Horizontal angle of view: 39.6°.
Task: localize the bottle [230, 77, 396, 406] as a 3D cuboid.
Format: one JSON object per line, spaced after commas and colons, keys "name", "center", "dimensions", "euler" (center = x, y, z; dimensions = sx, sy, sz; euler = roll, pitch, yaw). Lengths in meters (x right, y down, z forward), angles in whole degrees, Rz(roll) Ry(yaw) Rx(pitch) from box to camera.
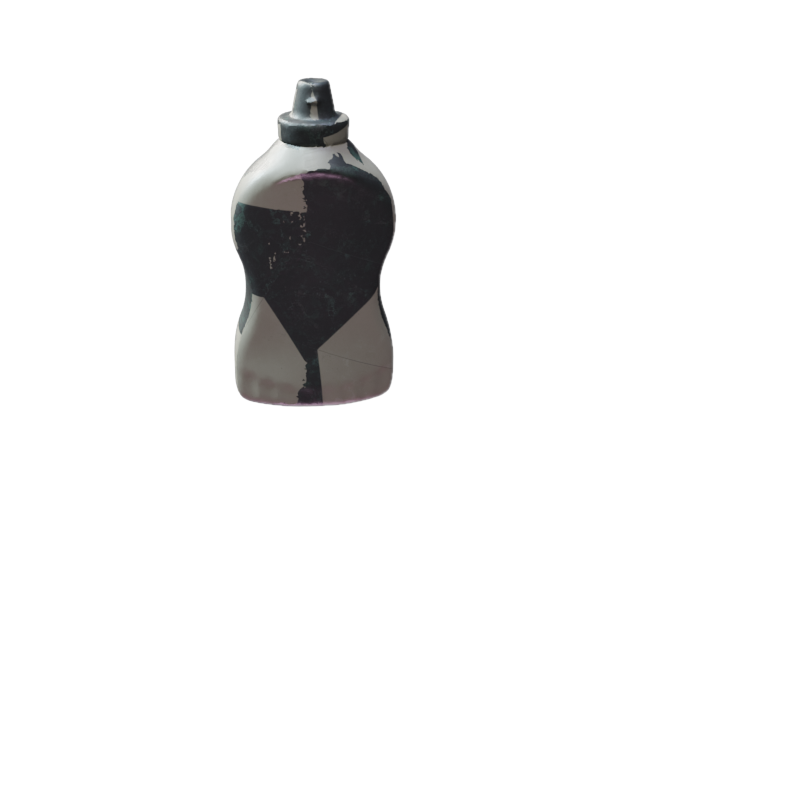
{"name": "bottle", "center": [-0.051, -0.093, 0.652], "dimensions": [0.095, 0.183, 0.061], "euler": [0, 20, -4]}
